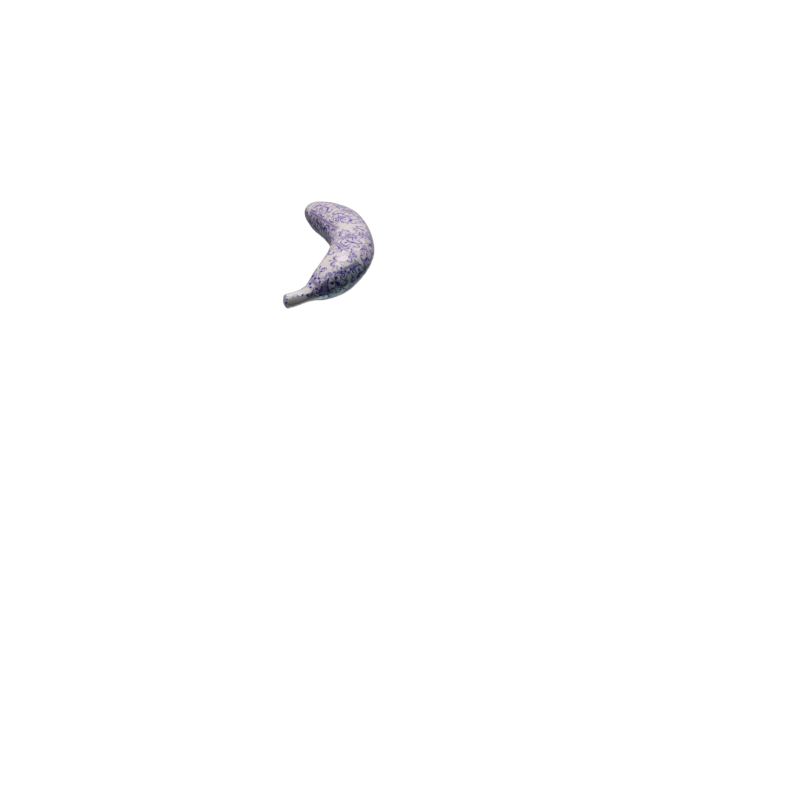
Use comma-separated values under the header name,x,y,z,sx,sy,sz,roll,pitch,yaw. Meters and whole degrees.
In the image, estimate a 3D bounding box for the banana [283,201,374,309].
name,x,y,z,sx,sy,sz,roll,pitch,yaw
banana,-0.056,-0.134,0.950,0.070,0.035,0.208,1,28,1
